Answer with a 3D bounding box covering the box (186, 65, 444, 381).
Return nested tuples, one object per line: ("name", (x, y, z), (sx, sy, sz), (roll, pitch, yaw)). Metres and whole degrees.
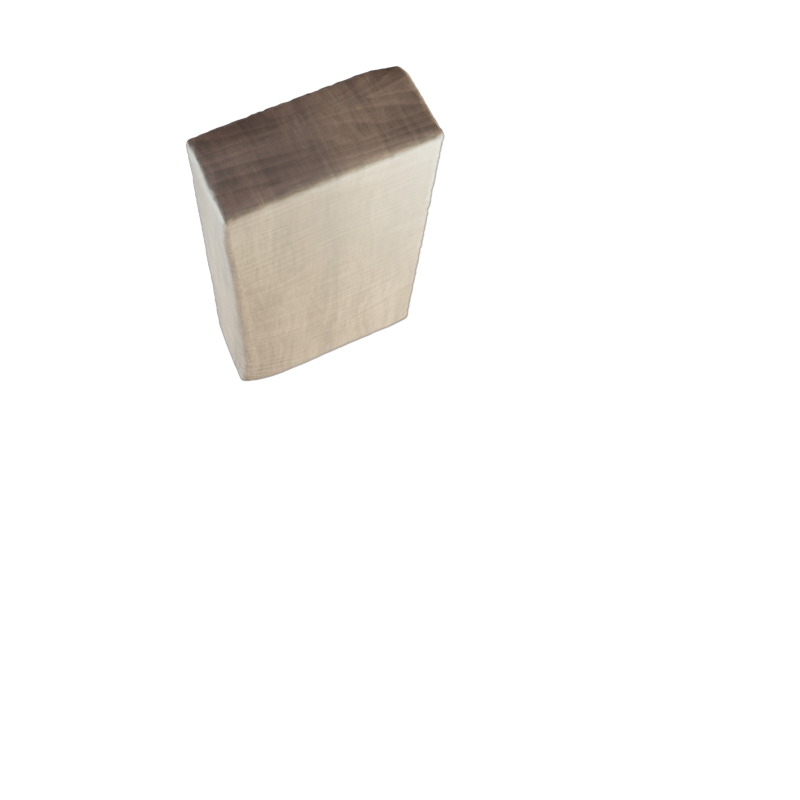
("box", (-0.038, -0.070, 0.490), (0.093, 0.051, 0.167), (-23, -19, -13))
